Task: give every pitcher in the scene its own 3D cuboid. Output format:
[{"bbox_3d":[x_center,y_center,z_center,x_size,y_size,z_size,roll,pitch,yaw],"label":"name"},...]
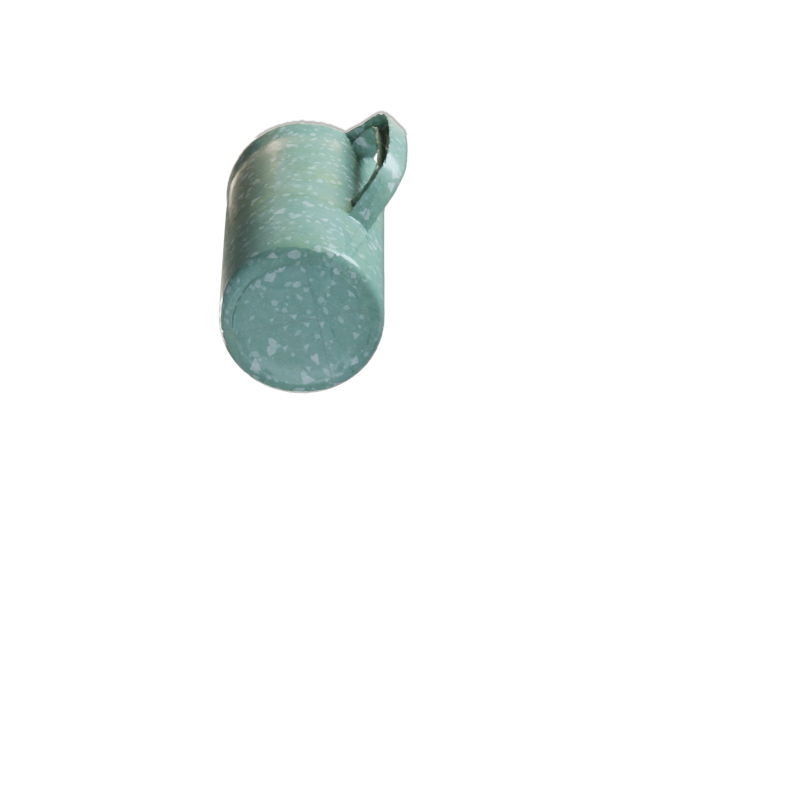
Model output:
[{"bbox_3d":[-0.064,-0.117,0.816,0.145,0.141,0.257,-1,28,-3],"label":"pitcher"}]
